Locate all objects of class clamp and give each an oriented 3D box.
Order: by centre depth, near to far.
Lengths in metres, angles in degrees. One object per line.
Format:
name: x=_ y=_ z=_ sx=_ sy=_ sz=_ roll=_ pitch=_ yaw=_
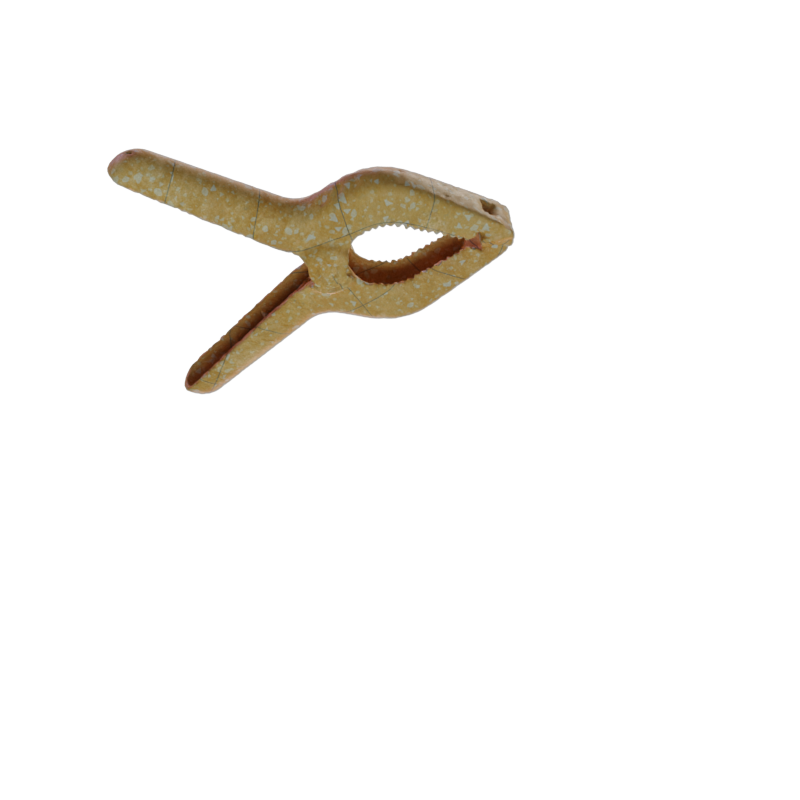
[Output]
clamp: x=-0.047 y=-0.086 z=0.601 sx=0.211 sy=0.152 sz=0.039 roll=-13 pitch=38 yaw=11
